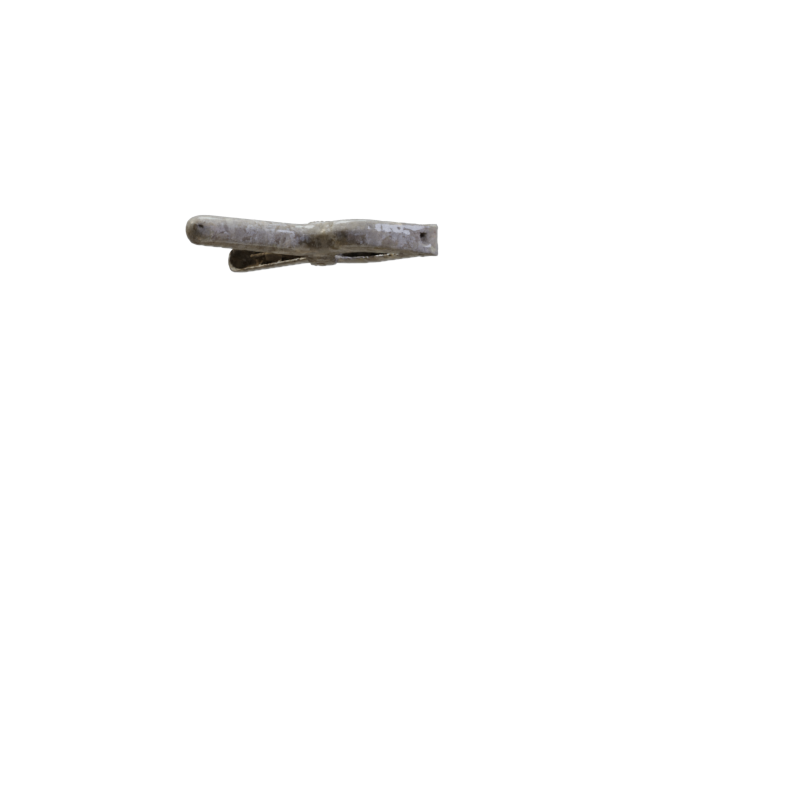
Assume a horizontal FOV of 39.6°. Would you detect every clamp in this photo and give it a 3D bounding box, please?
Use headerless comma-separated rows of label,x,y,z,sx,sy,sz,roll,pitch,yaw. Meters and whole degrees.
clamp,-0.075,-0.137,0.957,0.214,0.037,0.159,0,-2,14
